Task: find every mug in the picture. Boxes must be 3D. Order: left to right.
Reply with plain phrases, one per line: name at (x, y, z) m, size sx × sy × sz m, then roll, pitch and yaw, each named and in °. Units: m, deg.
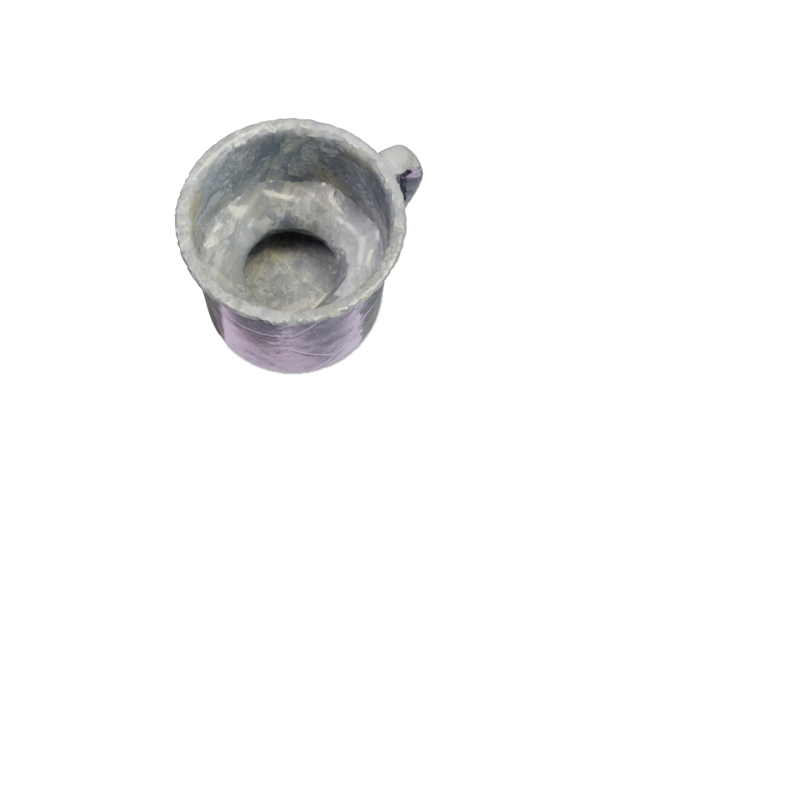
mug at (-0.038, -0.069, 0.484) m, size 0.118 × 0.097 × 0.077 m, roll -40°, pitch -16°, yaw -16°
